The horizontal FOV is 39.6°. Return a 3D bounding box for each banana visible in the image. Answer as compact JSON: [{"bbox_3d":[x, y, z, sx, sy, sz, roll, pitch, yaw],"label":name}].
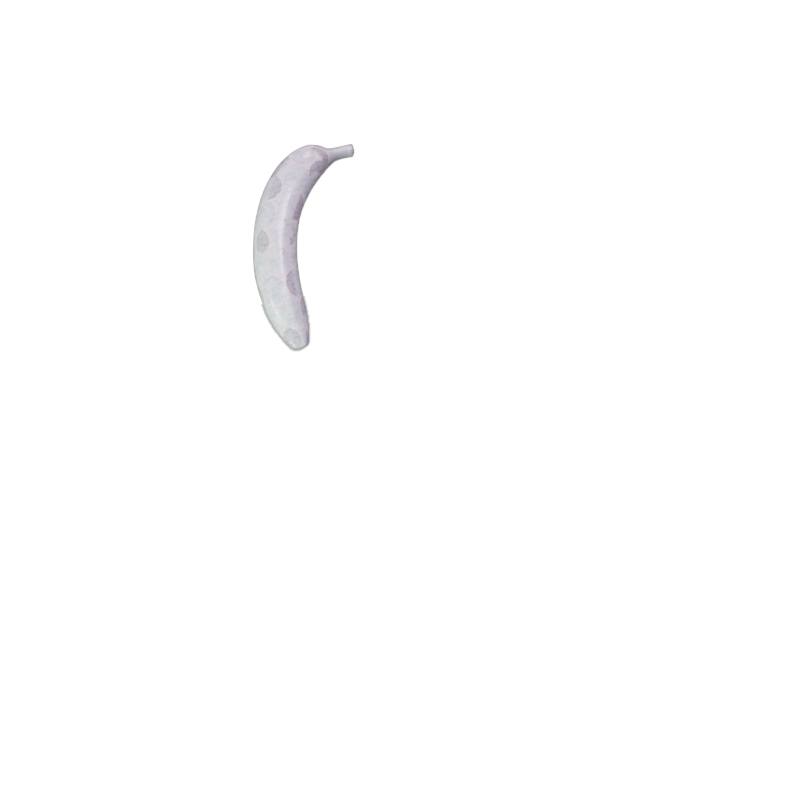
[{"bbox_3d":[-0.091,-0.142,0.944,0.070,0.206,0.035,11,-20,3],"label":"banana"}]
